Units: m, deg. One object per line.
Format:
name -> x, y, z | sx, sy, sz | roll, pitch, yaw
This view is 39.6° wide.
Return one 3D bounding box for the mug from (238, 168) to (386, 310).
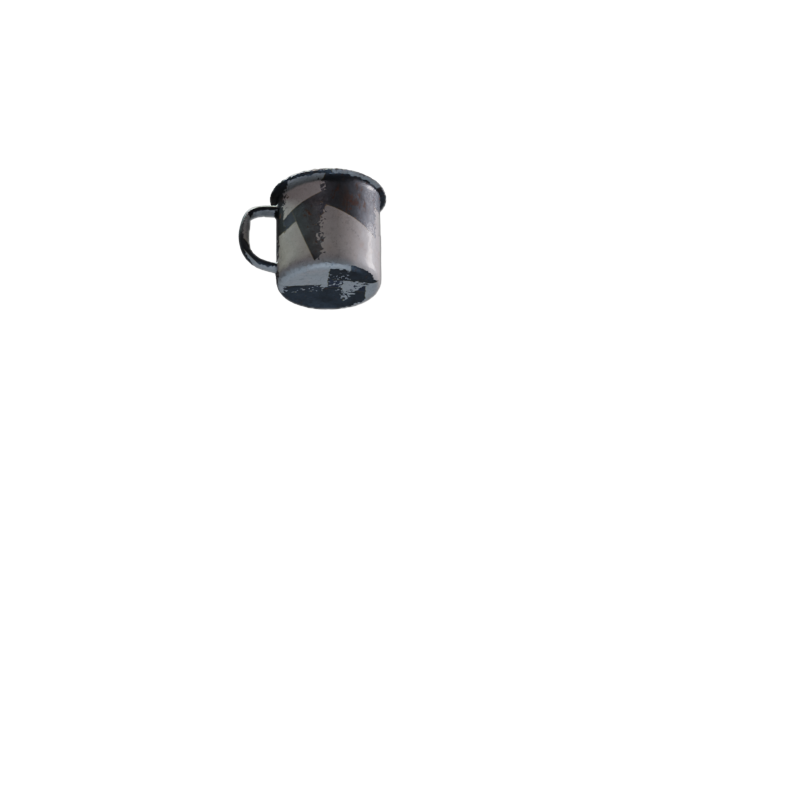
mug -> -0.068, -0.124, 0.865 | 0.115, 0.086, 0.089 | 5, -25, -11
